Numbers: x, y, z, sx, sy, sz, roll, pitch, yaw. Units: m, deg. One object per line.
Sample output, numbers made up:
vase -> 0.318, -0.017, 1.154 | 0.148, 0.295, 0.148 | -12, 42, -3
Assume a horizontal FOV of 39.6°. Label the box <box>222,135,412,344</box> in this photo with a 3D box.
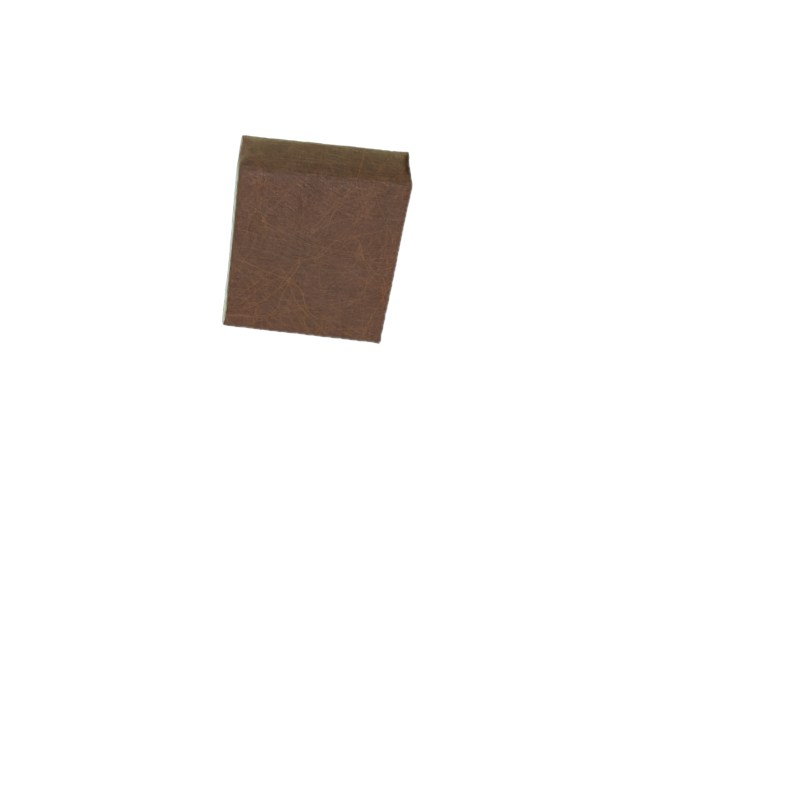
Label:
box -> -0.038, -0.070, 0.488 | 0.072, 0.084, 0.032 | 6, 38, -6
